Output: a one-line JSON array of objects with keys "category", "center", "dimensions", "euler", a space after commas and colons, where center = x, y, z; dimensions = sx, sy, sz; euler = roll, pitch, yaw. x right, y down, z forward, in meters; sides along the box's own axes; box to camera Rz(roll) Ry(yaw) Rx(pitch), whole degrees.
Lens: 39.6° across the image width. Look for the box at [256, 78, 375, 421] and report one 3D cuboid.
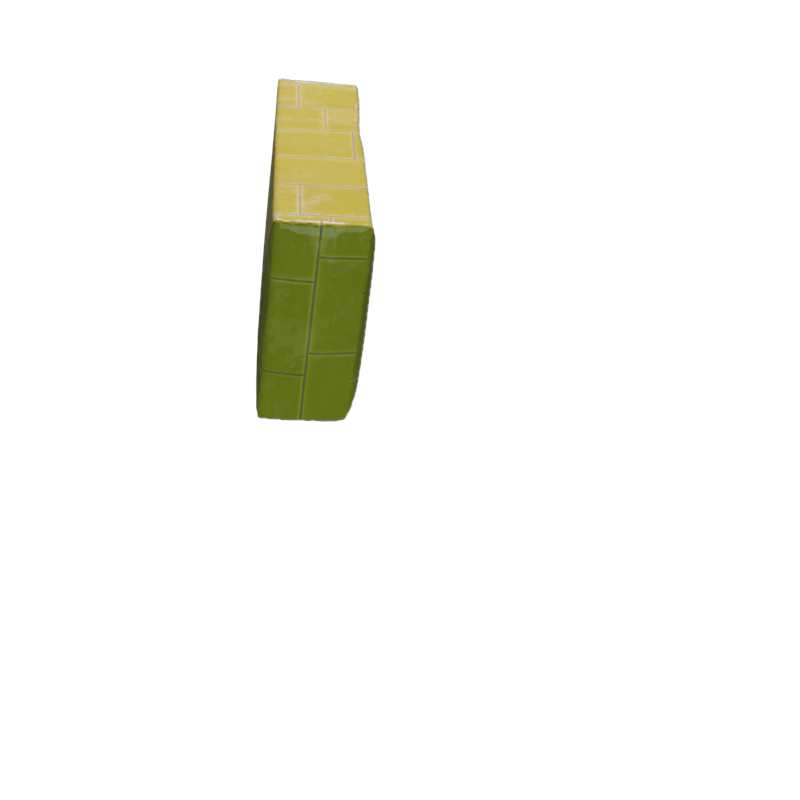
[{"category": "box", "center": [-0.063, -0.115, 0.809], "dimensions": [0.071, 0.154, 0.229], "euler": [4, 37, -7]}]
